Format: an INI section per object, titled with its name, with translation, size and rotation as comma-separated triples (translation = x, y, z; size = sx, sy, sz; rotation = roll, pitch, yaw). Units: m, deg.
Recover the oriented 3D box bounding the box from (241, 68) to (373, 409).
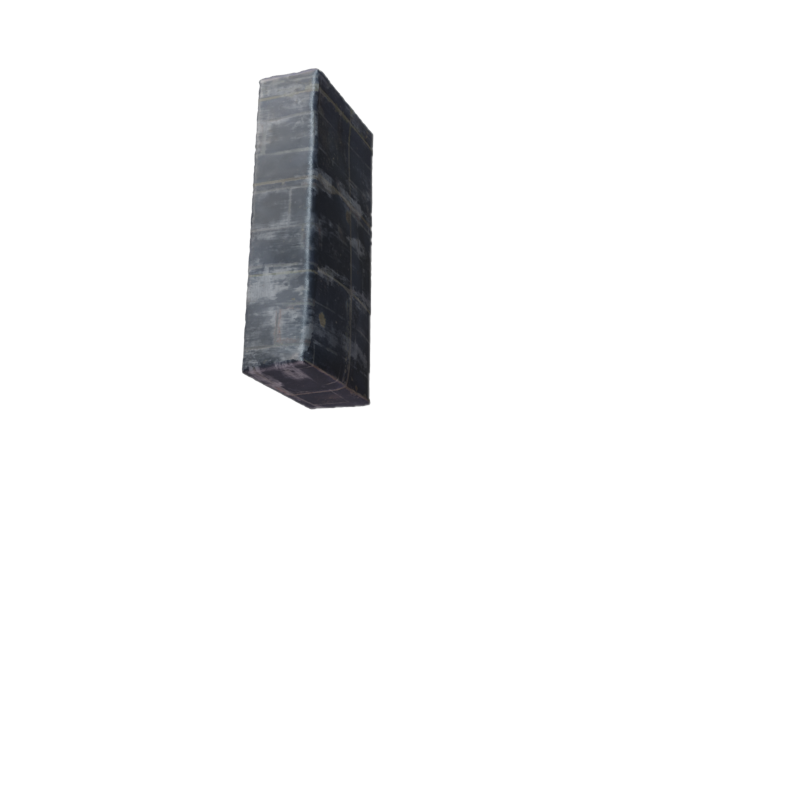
[box]
translation = -0.050, -0.091, 0.641
size = 0.049, 0.185, 0.087
rotation = -9, -22, 19
